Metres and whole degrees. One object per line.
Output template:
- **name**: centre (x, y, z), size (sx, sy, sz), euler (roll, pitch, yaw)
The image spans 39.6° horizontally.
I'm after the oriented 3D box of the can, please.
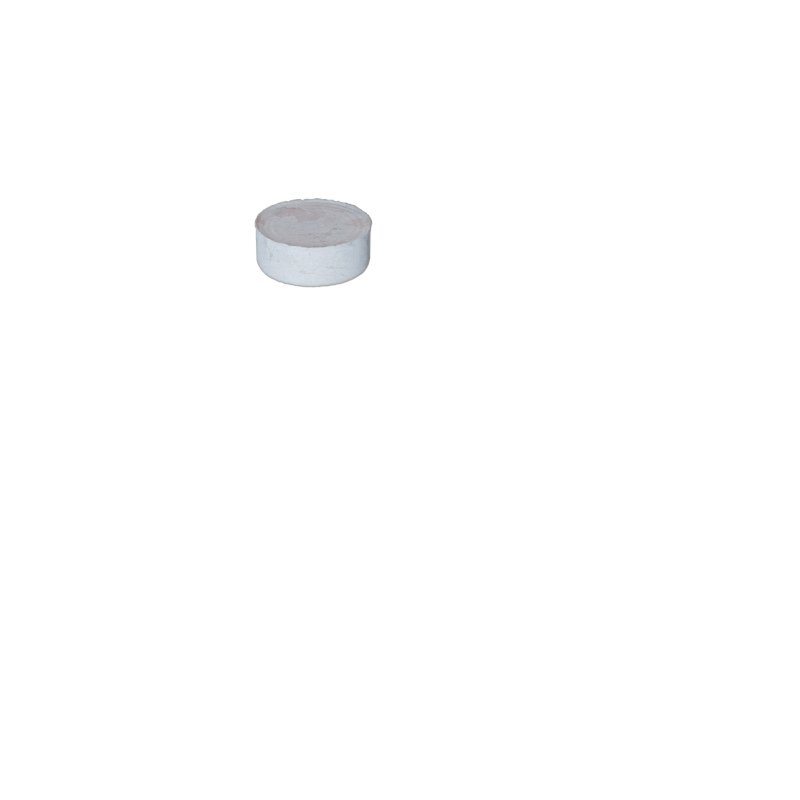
- **can**: centre (-0.064, -0.116, 0.815), size (0.086, 0.032, 0.091), euler (-1, 32, -2)
